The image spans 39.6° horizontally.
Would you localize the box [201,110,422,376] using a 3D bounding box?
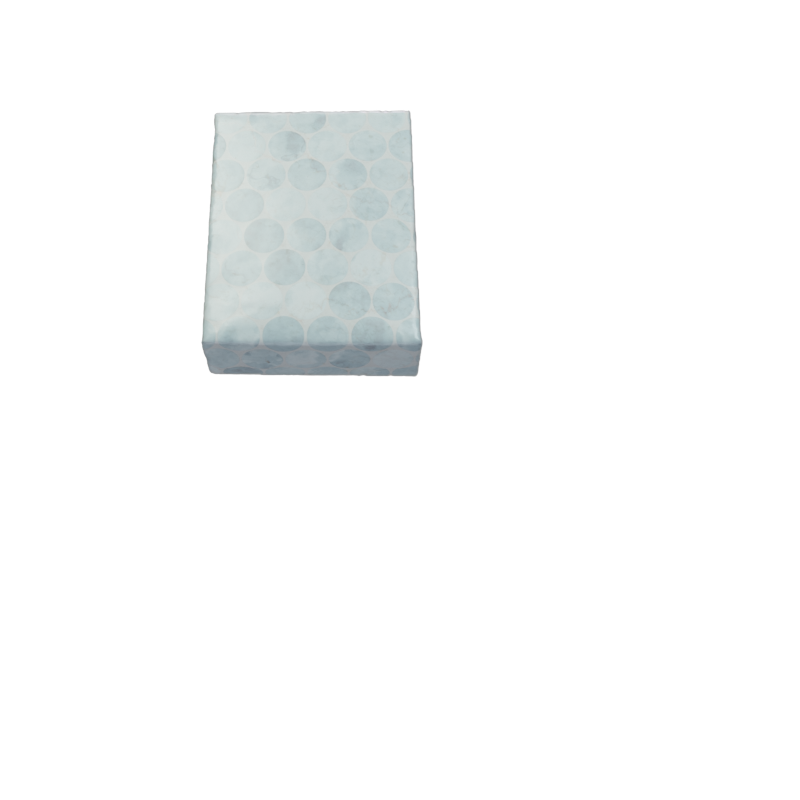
[{"bbox_3d":[-0.069,-0.127,0.887,0.164,0.227,0.067,-1,-29,-1],"label":"box"}]
